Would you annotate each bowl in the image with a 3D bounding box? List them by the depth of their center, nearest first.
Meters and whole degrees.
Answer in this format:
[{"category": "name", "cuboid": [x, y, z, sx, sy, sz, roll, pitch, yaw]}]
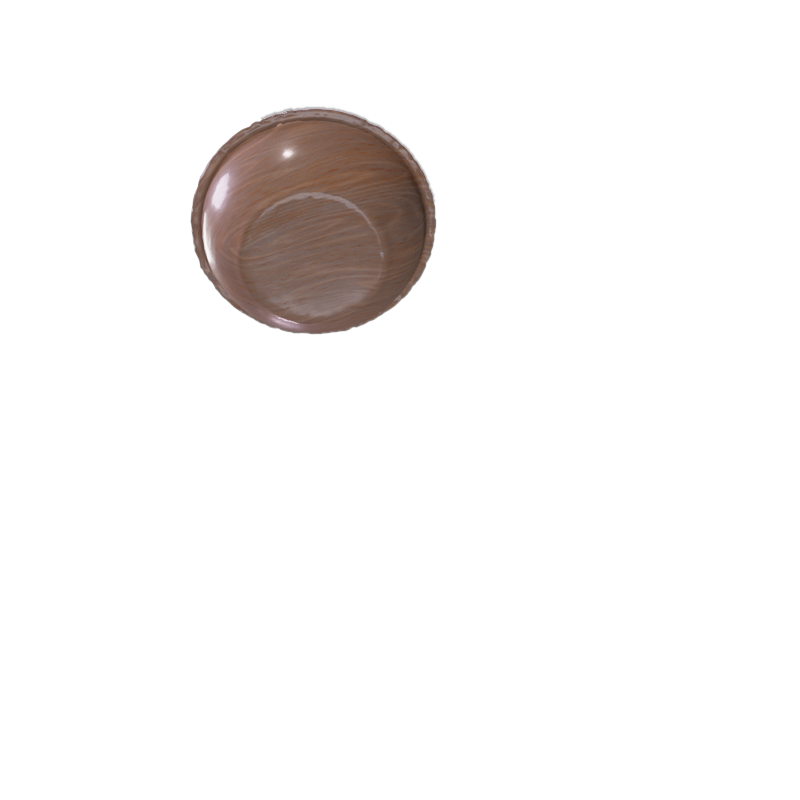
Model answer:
[{"category": "bowl", "cuboid": [-0.055, -0.101, 0.706, 0.162, 0.153, 0.058, 1, 26, -1]}]
